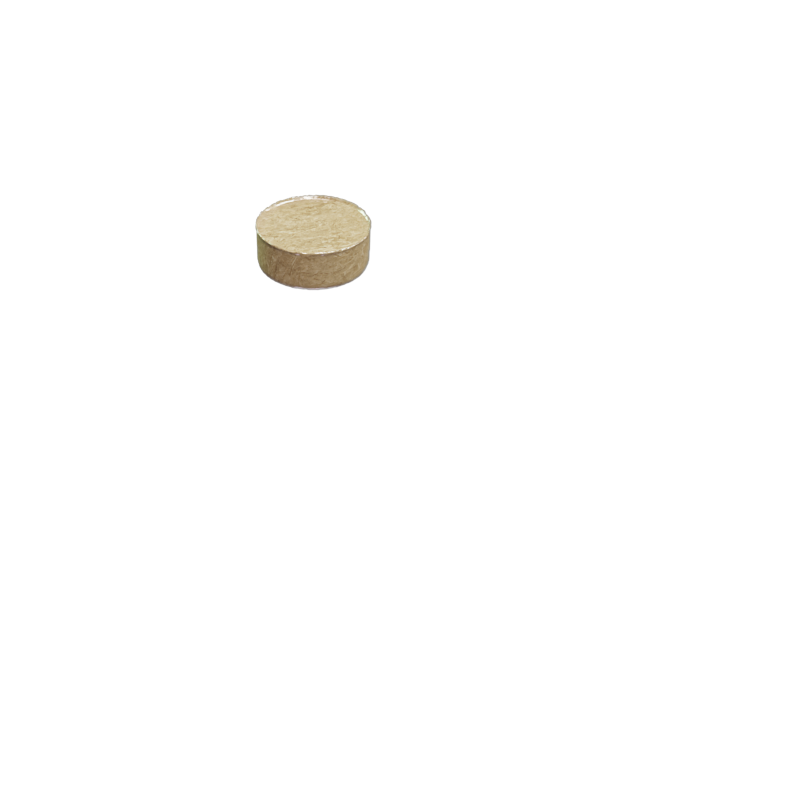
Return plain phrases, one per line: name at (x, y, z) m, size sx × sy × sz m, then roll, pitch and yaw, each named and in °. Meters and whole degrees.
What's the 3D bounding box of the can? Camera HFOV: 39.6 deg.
can at (-0.065, -0.118, 0.827) m, size 0.086 × 0.031 × 0.092 m, roll -1°, pitch 36°, yaw -2°
